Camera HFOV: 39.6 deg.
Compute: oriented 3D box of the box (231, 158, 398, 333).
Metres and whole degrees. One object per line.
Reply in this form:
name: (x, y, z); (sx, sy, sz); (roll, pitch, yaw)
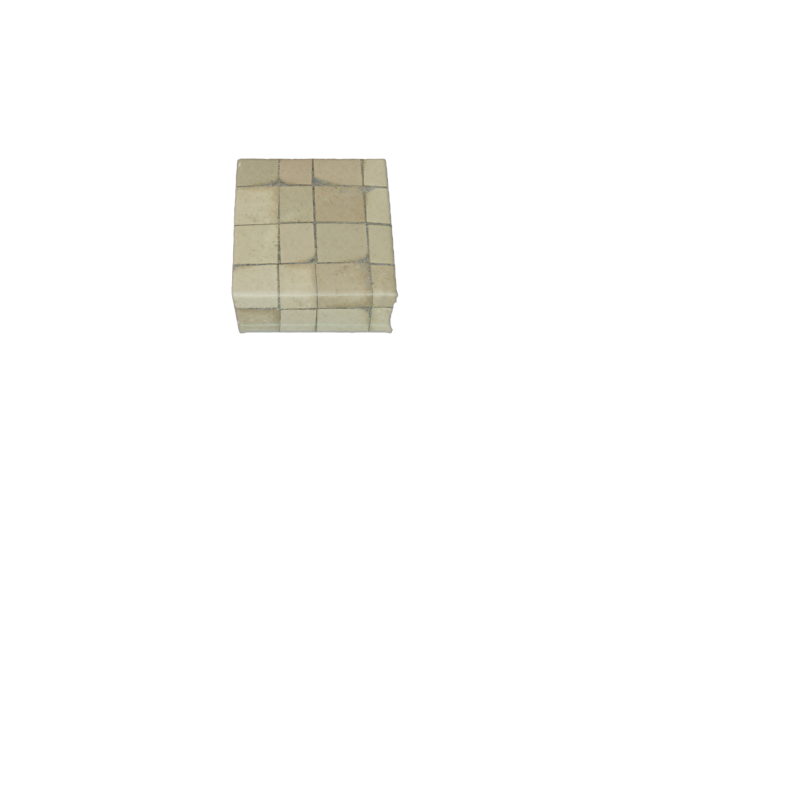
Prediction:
box: (-0.050, -0.091, 0.638); (0.090, 0.122, 0.036); (-2, -38, -2)
